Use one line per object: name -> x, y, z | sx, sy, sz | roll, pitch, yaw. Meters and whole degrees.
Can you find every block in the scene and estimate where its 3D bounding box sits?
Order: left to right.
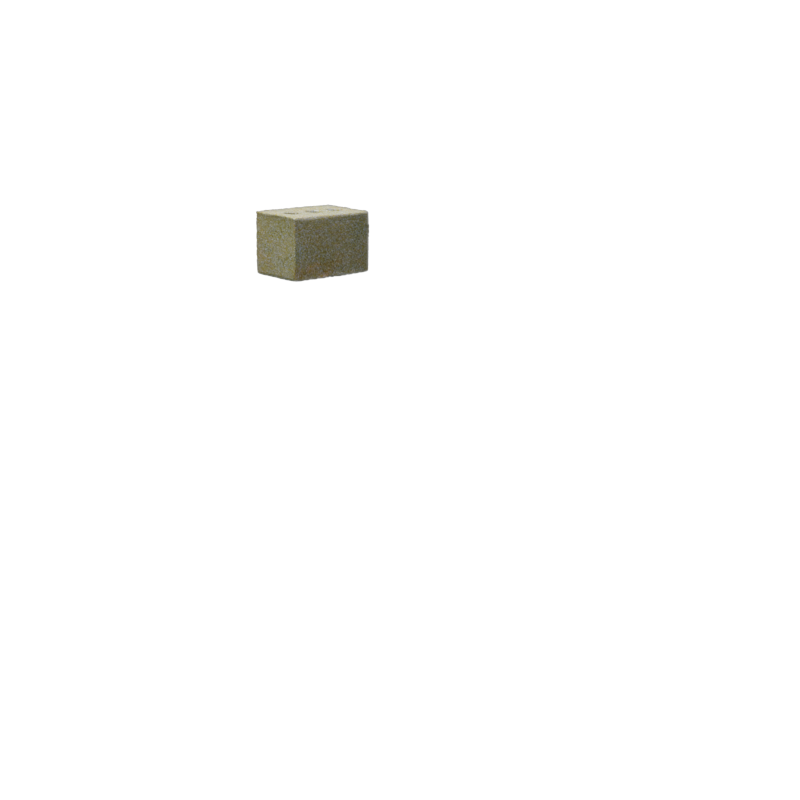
block -> -0.070, -0.127, 0.892 | 0.076, 0.050, 0.056 | -12, 17, -40
